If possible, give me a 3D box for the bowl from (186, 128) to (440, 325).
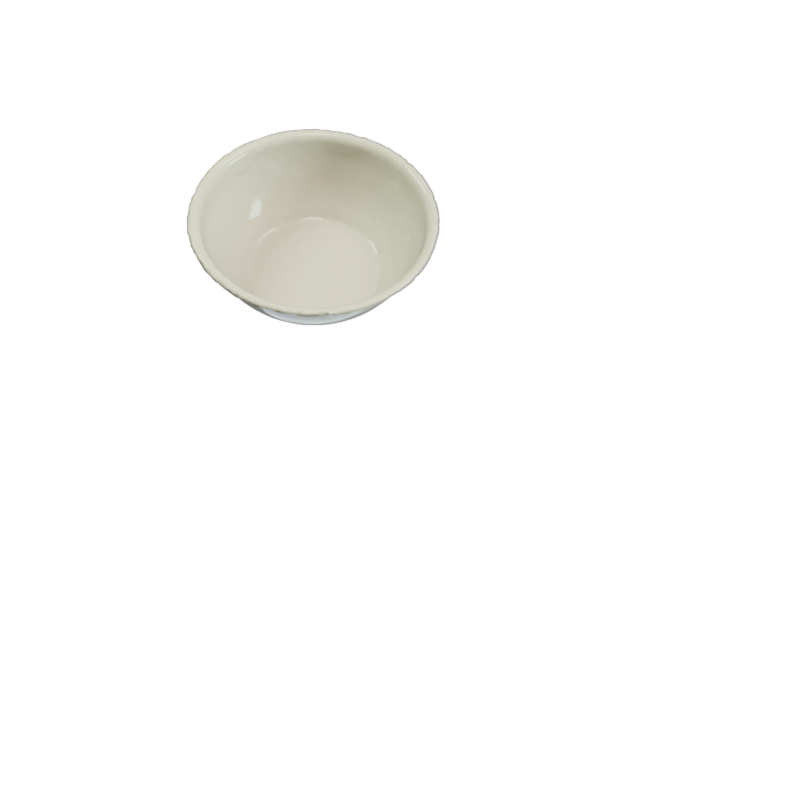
[{"bbox_3d":[-0.057,-0.104,0.727,0.162,0.174,0.051,-1,-38,-1],"label":"bowl"}]
